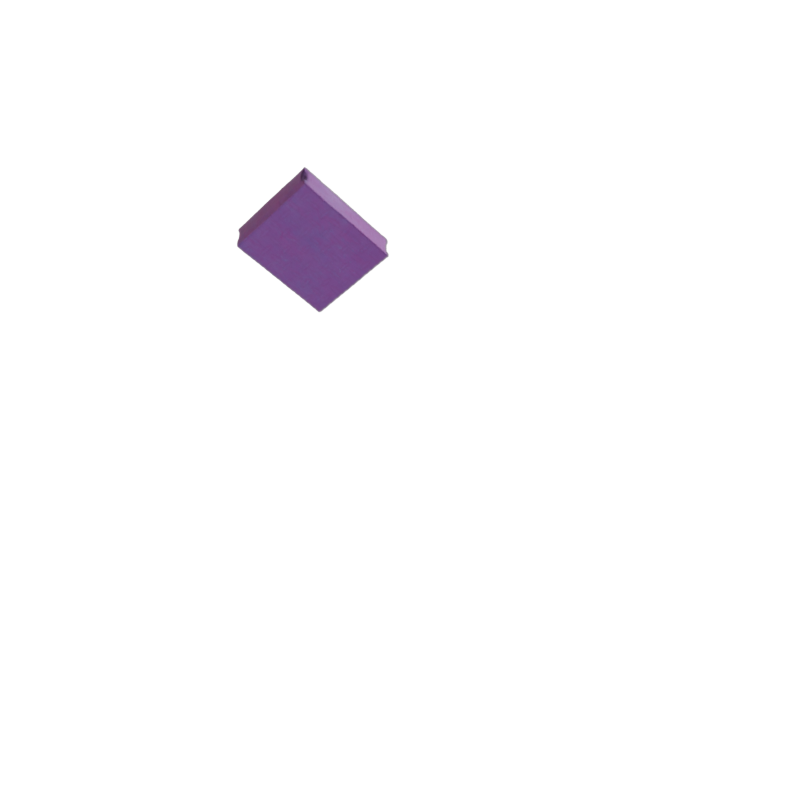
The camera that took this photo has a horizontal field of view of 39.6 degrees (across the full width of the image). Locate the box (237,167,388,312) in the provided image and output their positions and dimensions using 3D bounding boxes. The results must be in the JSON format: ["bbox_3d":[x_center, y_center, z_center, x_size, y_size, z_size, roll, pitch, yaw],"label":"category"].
[{"bbox_3d":[-0.064,-0.117,0.823,0.085,0.072,0.032,39,25,-23],"label":"box"}]
